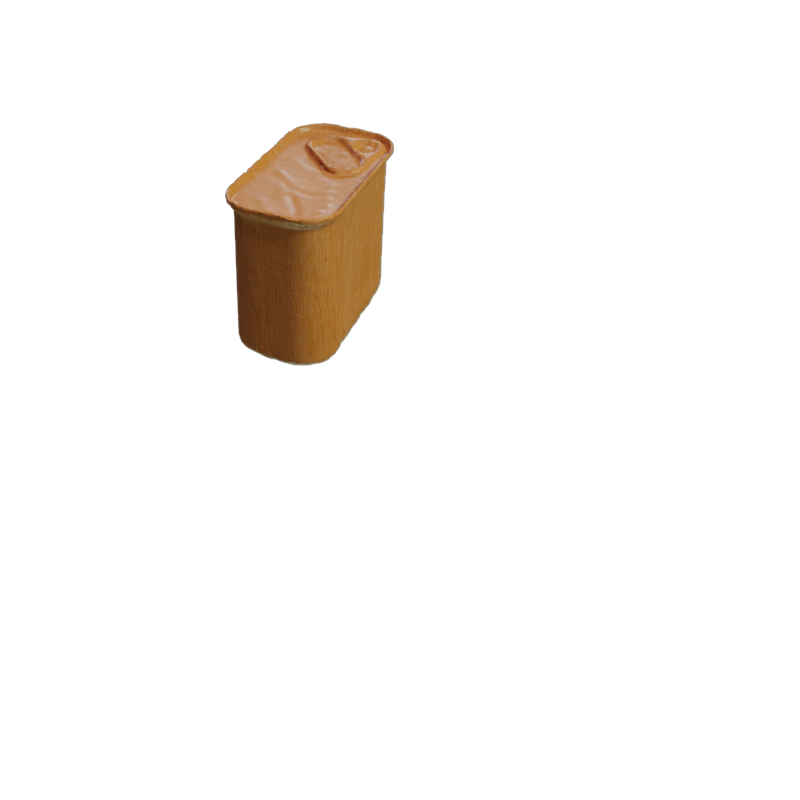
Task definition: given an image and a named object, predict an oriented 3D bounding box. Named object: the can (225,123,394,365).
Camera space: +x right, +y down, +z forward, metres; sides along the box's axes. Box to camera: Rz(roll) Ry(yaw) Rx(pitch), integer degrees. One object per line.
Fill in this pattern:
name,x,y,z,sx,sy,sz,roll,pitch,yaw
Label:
can,-0.043,-0.079,0.554,0.059,0.078,0.105,13,36,16
